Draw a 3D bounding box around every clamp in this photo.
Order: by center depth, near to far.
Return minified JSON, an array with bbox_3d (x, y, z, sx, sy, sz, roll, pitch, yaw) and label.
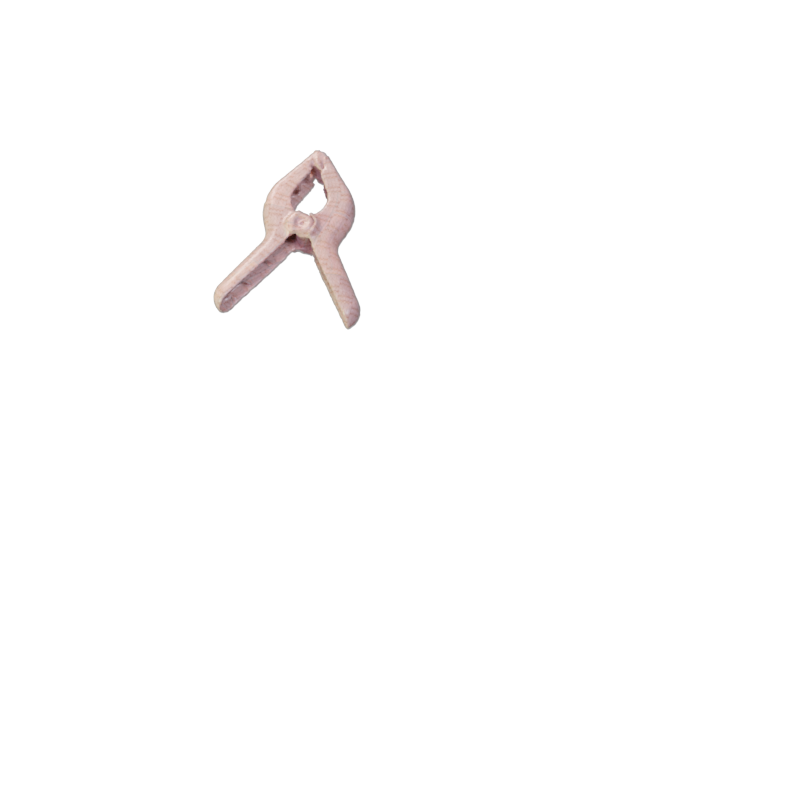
[{"bbox_3d":[-0.073,-0.133,0.933,0.122,0.179,0.037,16,-27,8],"label":"clamp"}]
